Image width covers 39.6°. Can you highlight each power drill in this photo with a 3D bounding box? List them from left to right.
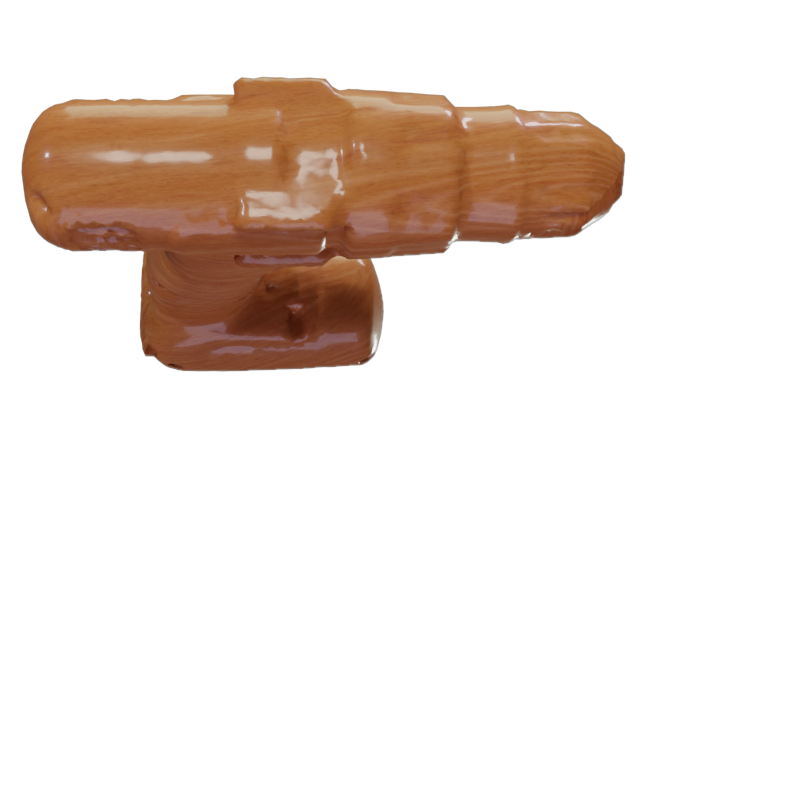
[{"bbox_3d":[-0.032,-0.058,0.407,0.183,0.060,0.182,1,-13,-6],"label":"power drill"}]
